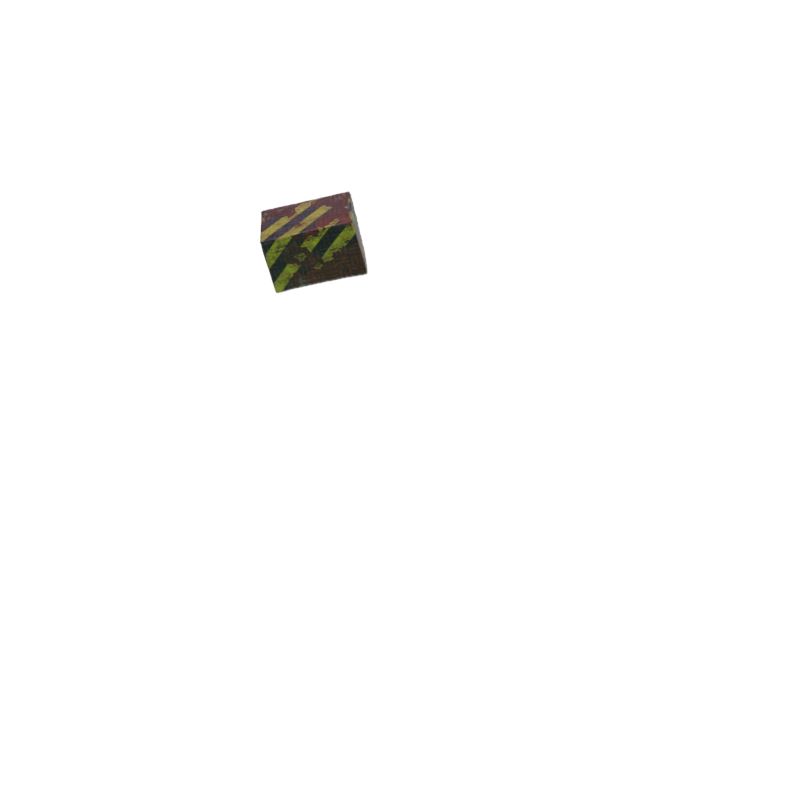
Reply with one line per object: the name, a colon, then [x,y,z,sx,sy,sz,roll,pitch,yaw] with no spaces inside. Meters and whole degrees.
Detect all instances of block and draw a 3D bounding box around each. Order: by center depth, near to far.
block: [-0.071,-0.129,0.901,0.078,0.049,0.055,-11,36,6]
